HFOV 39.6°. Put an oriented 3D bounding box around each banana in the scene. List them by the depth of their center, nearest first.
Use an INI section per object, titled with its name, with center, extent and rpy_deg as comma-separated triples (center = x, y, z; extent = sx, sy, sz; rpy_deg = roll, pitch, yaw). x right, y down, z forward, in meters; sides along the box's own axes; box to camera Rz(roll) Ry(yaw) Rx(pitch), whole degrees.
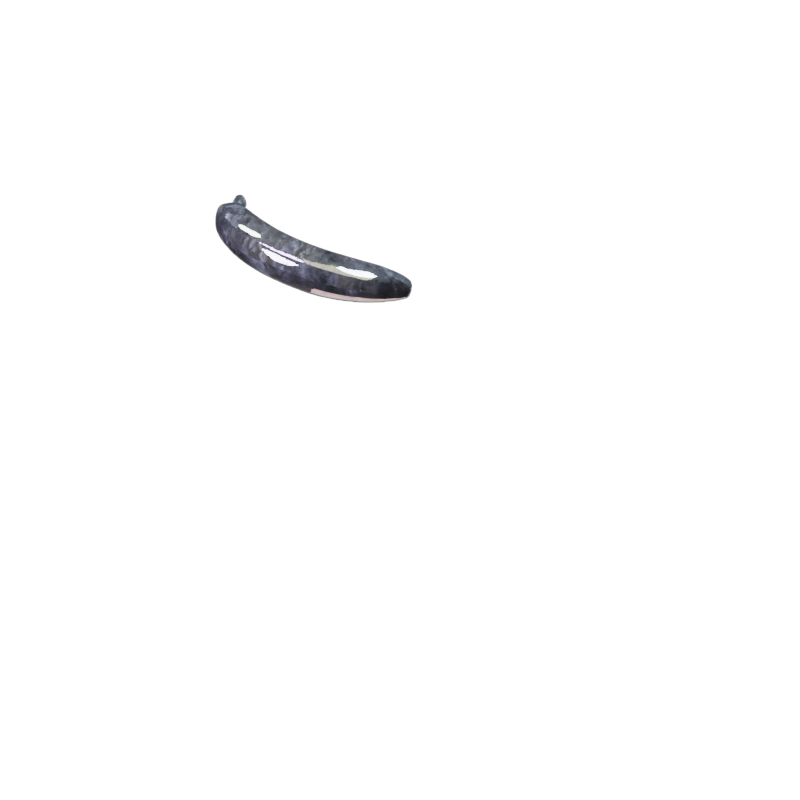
[banana]
center = -0.085, -0.120, 0.887
extent = 0.210, 0.034, 0.070
rpy_deg = 32, 50, 31
